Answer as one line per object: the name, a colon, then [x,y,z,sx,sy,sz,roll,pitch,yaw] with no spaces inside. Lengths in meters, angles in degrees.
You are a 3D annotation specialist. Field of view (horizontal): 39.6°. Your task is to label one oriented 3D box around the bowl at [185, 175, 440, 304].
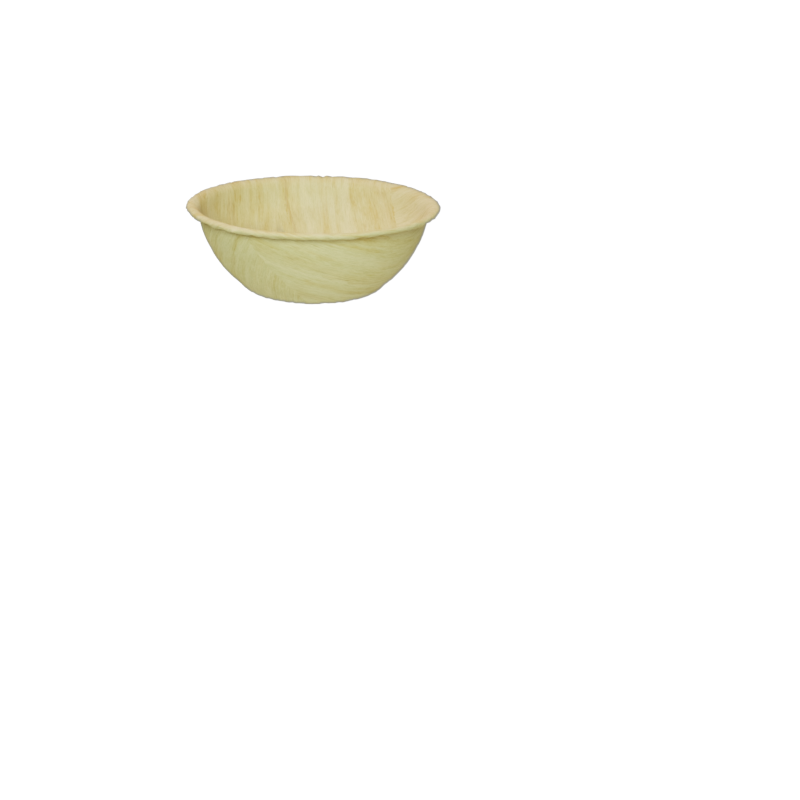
bowl: [-0.056,-0.102,0.715,0.162,0.053,0.170,-1,22,-2]
